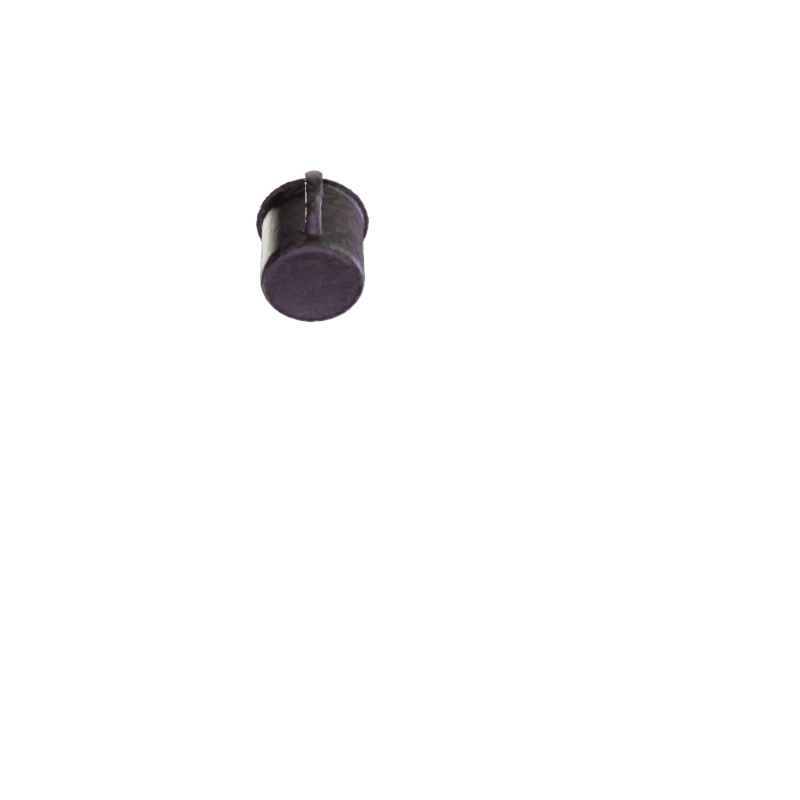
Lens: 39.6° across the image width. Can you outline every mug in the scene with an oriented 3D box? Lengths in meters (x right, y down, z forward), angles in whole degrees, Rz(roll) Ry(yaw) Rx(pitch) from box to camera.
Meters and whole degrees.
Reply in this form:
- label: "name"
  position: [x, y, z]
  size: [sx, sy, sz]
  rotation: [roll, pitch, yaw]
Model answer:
- label: "mug"
  position: [-0.069, -0.125, 0.877]
  size: [0.093, 0.110, 0.087]
  rotation: [3, 42, -5]
